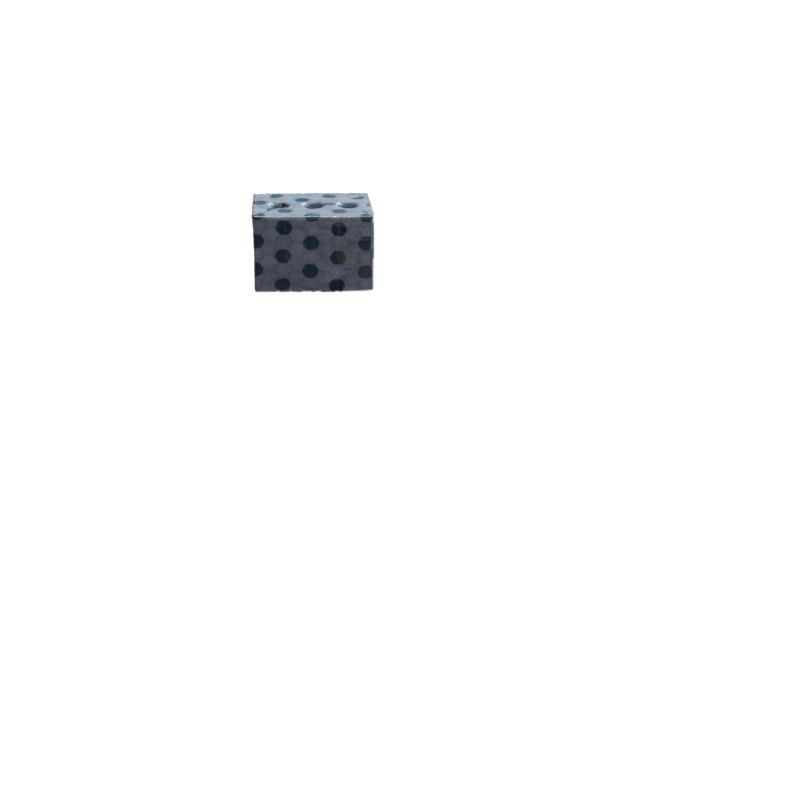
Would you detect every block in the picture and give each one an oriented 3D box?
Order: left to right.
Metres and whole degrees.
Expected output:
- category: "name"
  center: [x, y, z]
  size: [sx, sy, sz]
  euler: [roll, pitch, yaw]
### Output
- category: "block"
  center: [-0.056, -0.102, 0.713]
  size: [0.078, 0.049, 0.055]
  euler: [-1, 22, -3]
